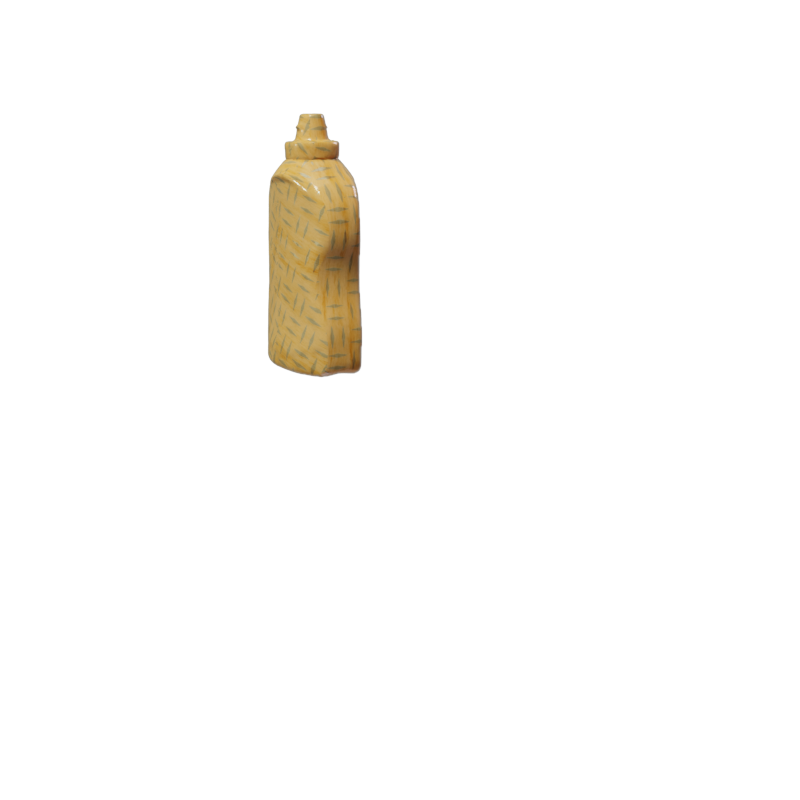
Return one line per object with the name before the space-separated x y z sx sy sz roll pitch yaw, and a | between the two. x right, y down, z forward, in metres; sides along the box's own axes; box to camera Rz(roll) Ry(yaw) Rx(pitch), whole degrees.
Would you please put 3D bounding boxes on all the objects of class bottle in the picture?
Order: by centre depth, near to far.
bottle | -0.066 -0.119 0.836 0.057 0.189 0.100 -3 8 -29
